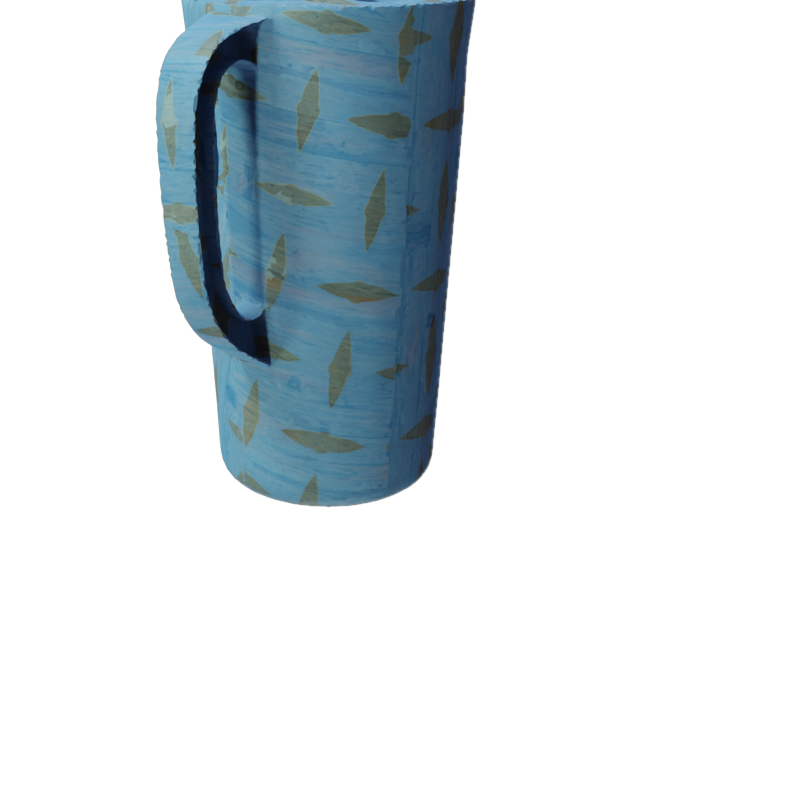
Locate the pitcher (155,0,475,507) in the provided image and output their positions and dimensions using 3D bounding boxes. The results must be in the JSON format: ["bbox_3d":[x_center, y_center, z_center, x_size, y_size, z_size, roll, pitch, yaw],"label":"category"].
[{"bbox_3d":[-0.041,-0.075,0.527,0.147,0.234,0.153,-3,18,-12],"label":"pitcher"}]
